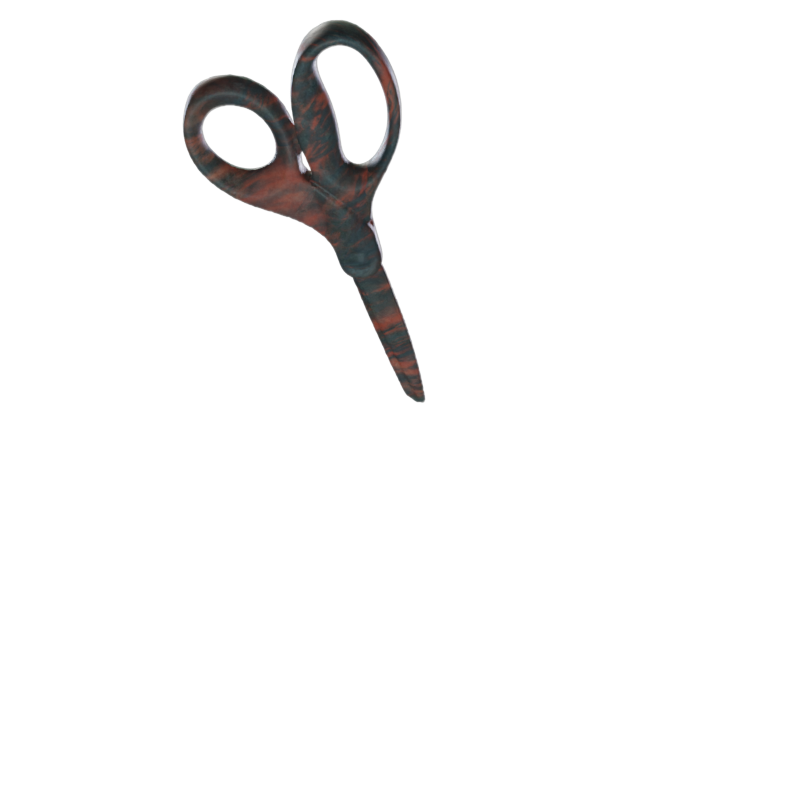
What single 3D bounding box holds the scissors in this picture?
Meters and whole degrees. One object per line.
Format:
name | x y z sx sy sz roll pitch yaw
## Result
scissors | -0.037 -0.068 0.477 0.096 0.188 0.017 -1 41 1
